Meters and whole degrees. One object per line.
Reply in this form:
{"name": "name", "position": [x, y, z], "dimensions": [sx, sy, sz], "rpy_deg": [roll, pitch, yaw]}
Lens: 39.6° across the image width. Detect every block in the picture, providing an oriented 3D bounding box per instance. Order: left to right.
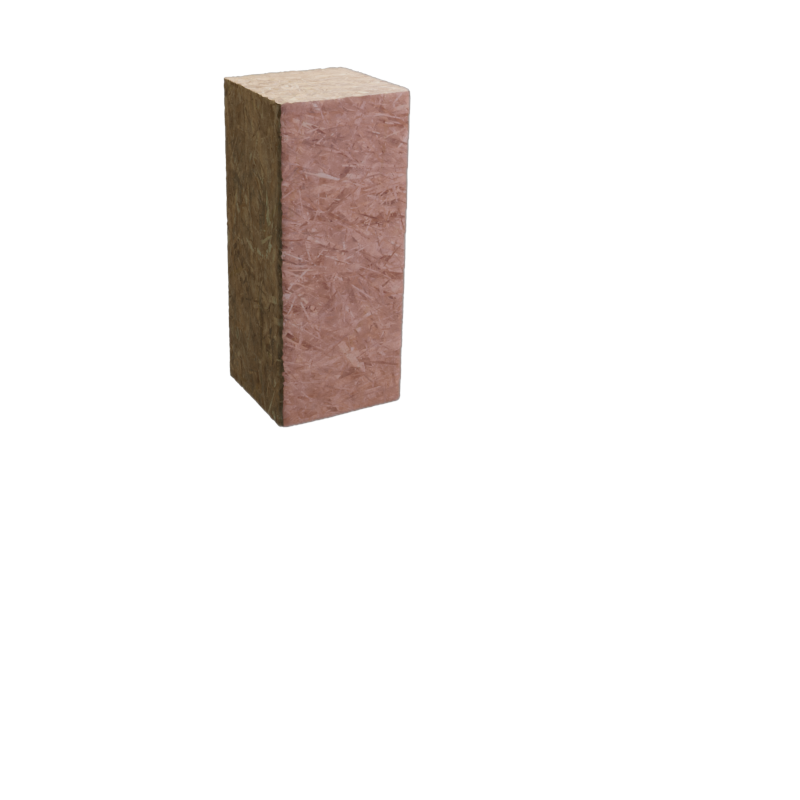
{"name": "block", "position": [-0.055, -0.102, 0.712], "dimensions": [0.088, 0.197, 0.097], "rpy_deg": [-10, 23, -27]}
